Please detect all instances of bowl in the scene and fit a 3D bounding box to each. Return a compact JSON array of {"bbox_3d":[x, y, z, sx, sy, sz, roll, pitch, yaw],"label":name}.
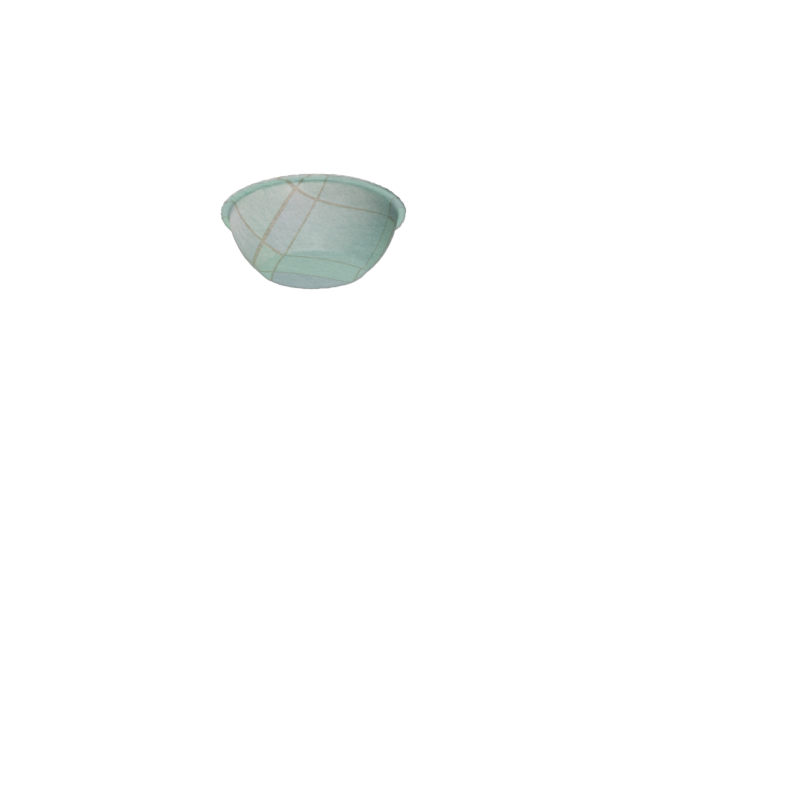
[{"bbox_3d":[-0.075,-0.137,0.958,0.162,0.058,0.155,0,-17,-2],"label":"bowl"}]
